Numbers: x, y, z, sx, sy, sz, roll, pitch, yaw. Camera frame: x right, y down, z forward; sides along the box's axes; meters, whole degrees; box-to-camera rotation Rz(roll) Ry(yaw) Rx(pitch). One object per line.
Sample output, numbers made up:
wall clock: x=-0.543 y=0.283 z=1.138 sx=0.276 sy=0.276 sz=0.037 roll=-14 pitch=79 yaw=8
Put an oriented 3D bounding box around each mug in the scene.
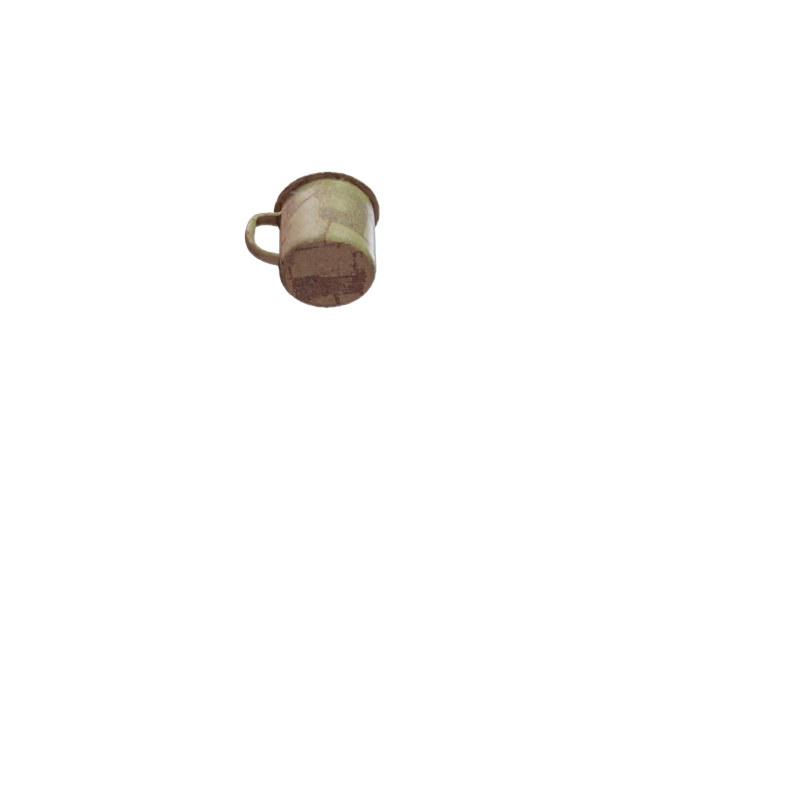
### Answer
mug: x=-0.074 y=-0.135 z=0.942 sx=0.116 sy=0.087 sz=0.088 roll=6 pitch=-44 yaw=-8
